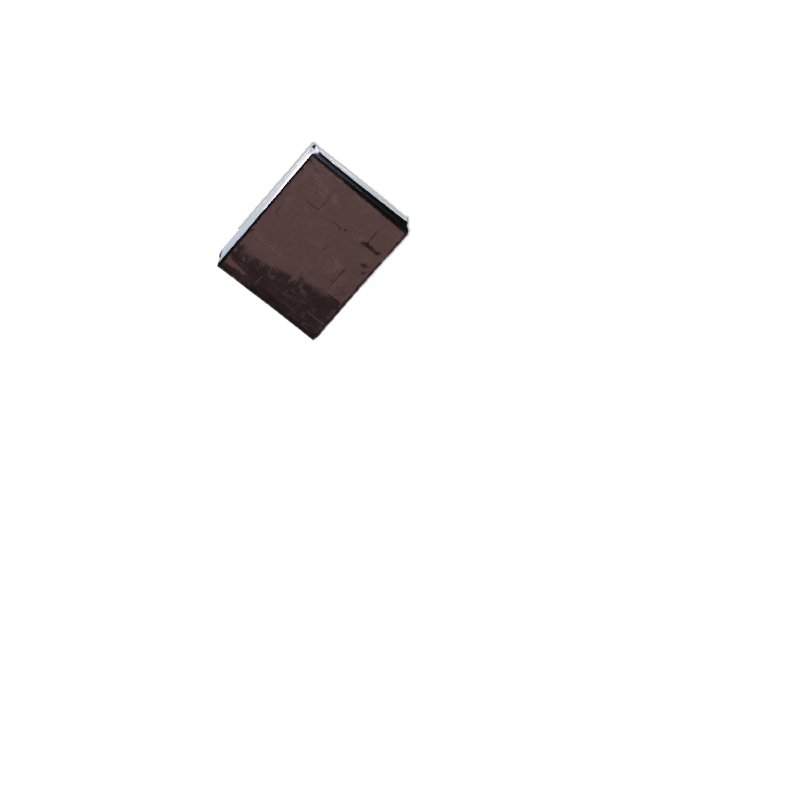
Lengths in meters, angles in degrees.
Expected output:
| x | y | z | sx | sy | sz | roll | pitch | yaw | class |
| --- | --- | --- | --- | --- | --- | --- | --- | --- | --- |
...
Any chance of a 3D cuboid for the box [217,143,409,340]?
| x | y | z | sx | sy | sz | roll | pitch | yaw | class |
| --- | --- | --- | --- | --- | --- | --- | --- | --- | --- |
| -0.050 | -0.091 | 0.639 | 0.071 | 0.088 | 0.031 | 38 | 14 | -13 | box |
